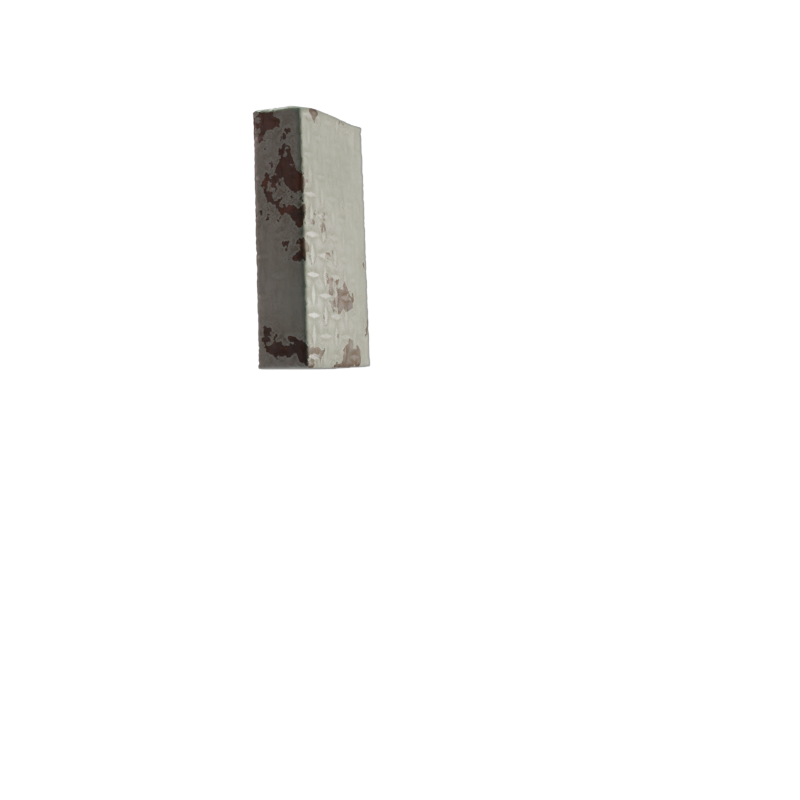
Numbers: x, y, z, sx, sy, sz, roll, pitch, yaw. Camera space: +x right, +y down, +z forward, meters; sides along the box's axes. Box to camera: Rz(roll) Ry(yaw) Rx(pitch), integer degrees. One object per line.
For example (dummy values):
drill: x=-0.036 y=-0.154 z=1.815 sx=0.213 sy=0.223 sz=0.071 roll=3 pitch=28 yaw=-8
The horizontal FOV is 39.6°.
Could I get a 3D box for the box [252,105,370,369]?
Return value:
box: x=-0.060 y=-0.110 z=0.773 sx=0.049 sy=0.178 sz=0.090 roll=-3 pitch=-4 yaw=27
